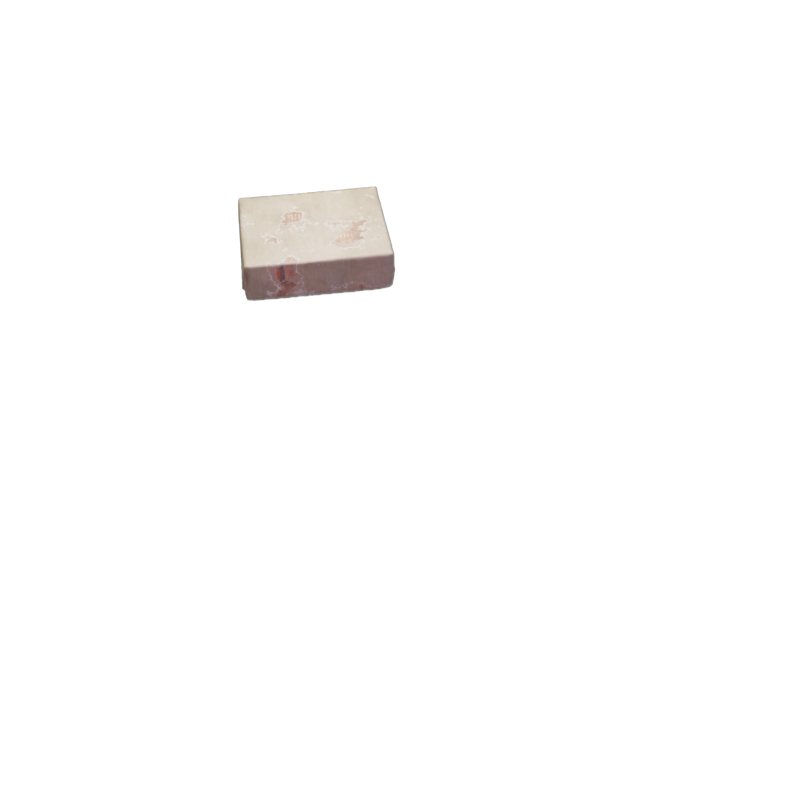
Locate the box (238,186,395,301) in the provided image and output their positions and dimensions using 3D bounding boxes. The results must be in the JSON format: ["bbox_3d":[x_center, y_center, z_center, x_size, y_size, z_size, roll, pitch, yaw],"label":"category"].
[{"bbox_3d":[-0.066,-0.121,0.845,0.113,0.036,0.097,-5,42,-6],"label":"box"}]
